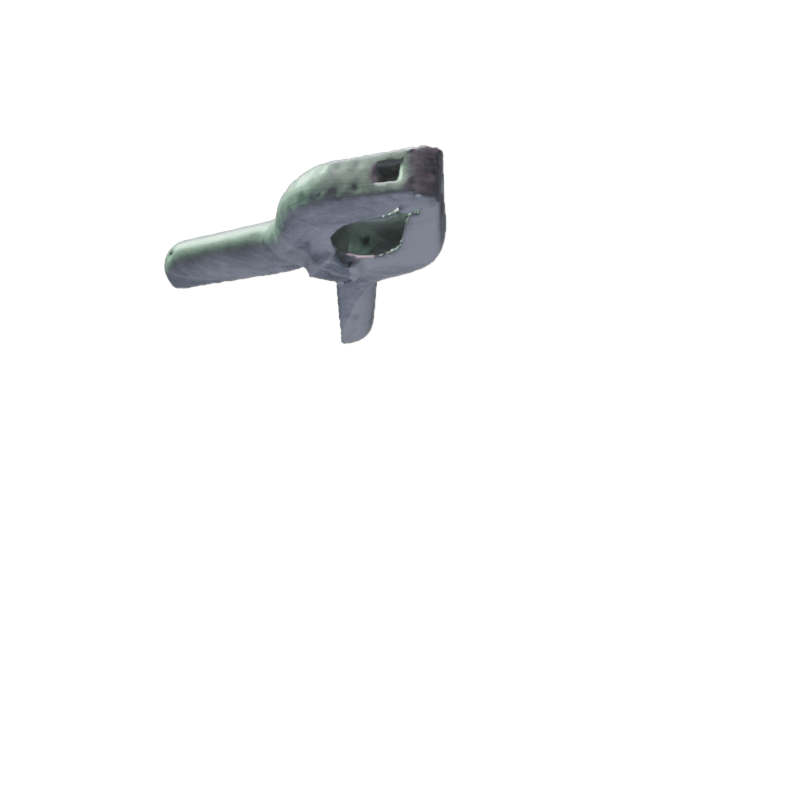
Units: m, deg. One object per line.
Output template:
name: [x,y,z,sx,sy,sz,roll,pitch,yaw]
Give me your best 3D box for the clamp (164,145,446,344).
clamp: [-0.042,-0.077,0.538,0.116,0.041,0.167,9,-25,-21]
